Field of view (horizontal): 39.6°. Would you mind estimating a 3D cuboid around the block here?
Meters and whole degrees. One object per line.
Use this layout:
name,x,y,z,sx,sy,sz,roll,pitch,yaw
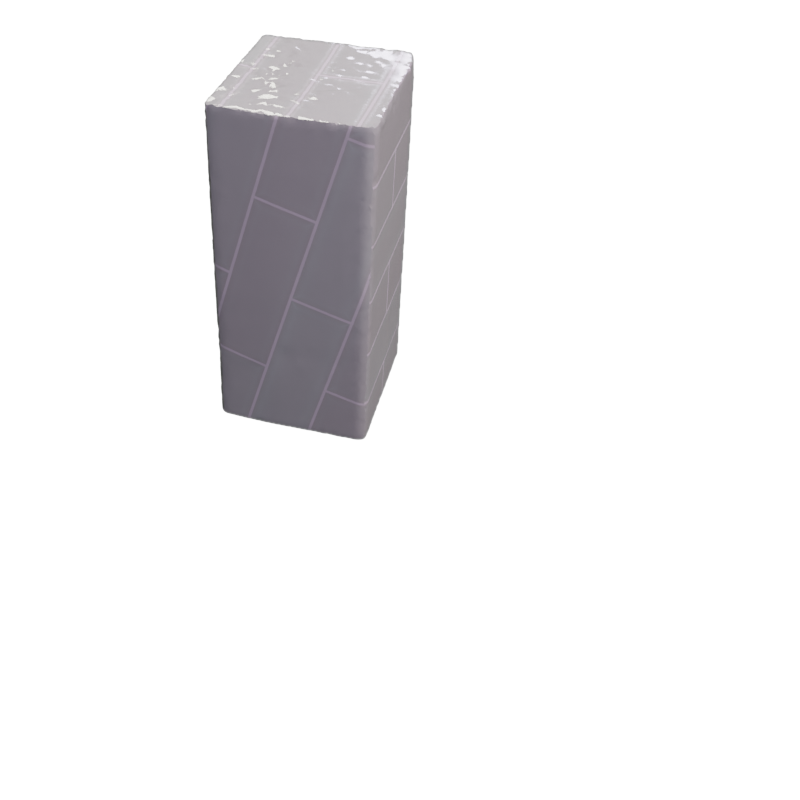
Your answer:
block,-0.049,-0.089,0.627,0.092,0.193,0.095,11,38,11
